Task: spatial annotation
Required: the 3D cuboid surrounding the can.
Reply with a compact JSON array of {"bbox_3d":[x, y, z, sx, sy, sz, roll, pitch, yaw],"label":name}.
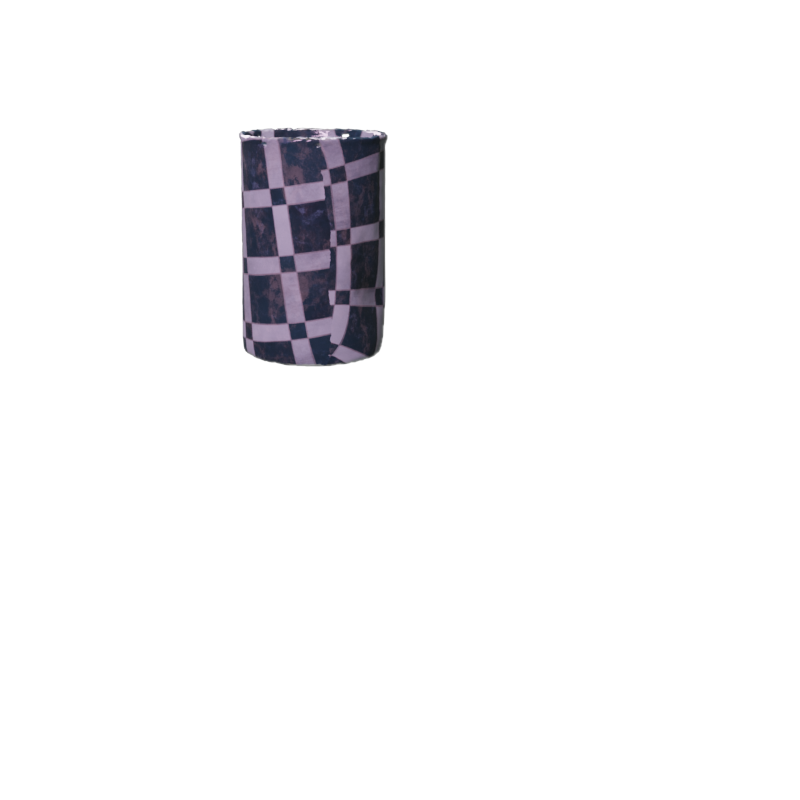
[{"bbox_3d":[-0.040,-0.074,0.516,0.068,0.100,0.071,0,13,-2],"label":"can"}]
